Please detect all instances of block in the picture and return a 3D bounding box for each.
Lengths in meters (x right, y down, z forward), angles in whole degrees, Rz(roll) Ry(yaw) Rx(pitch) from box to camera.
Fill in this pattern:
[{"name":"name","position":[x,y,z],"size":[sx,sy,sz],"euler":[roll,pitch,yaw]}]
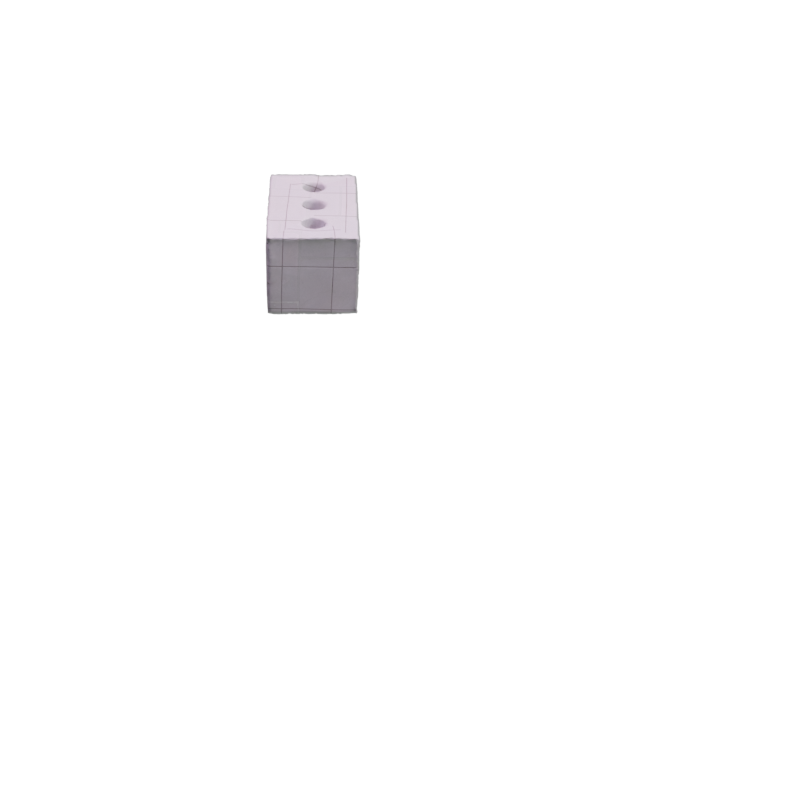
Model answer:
[{"name":"block","position":[-0.050,-0.091,0.640],"size":[0.053,0.048,0.083],"euler":[-1,35,-3]}]
